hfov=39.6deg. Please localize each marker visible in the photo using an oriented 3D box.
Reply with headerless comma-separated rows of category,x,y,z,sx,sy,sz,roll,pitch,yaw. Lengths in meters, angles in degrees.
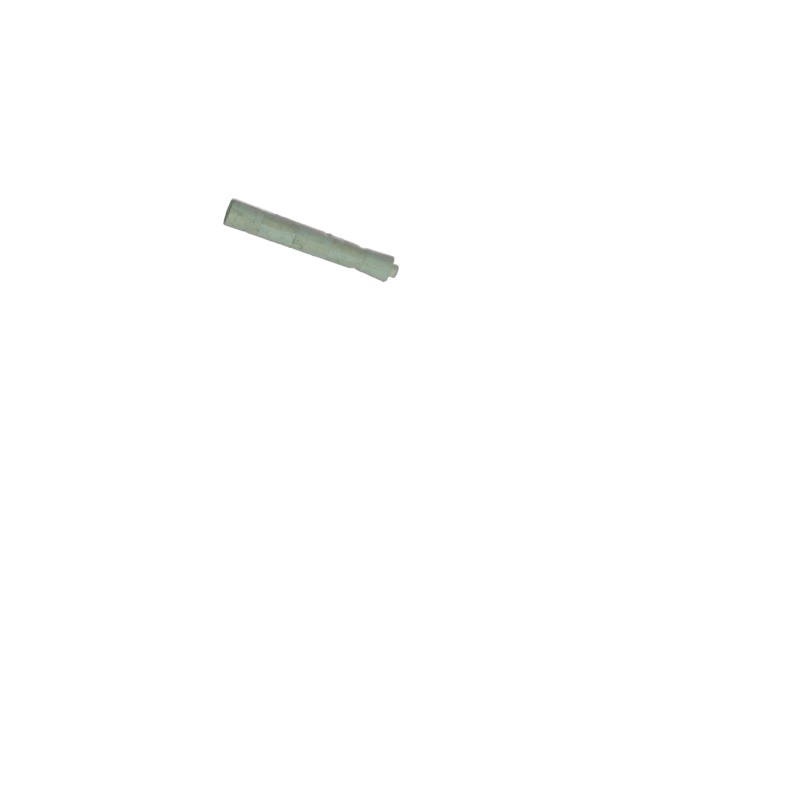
marker,-0.058,-0.105,0.735,0.118,0.020,0.020,18,0,-11
